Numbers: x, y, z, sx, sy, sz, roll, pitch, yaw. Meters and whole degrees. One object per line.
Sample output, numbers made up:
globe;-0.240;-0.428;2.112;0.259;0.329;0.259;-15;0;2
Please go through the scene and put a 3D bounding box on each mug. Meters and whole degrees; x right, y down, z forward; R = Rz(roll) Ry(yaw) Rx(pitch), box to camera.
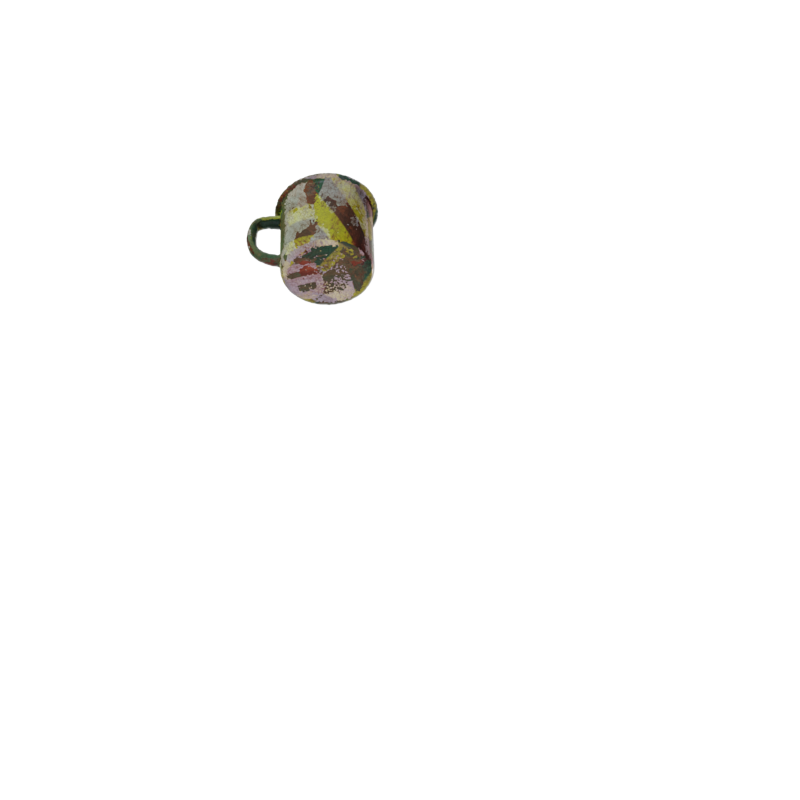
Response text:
mug;-0.076;-0.139;0.974;0.116;0.087;0.087;3;-44;-5
